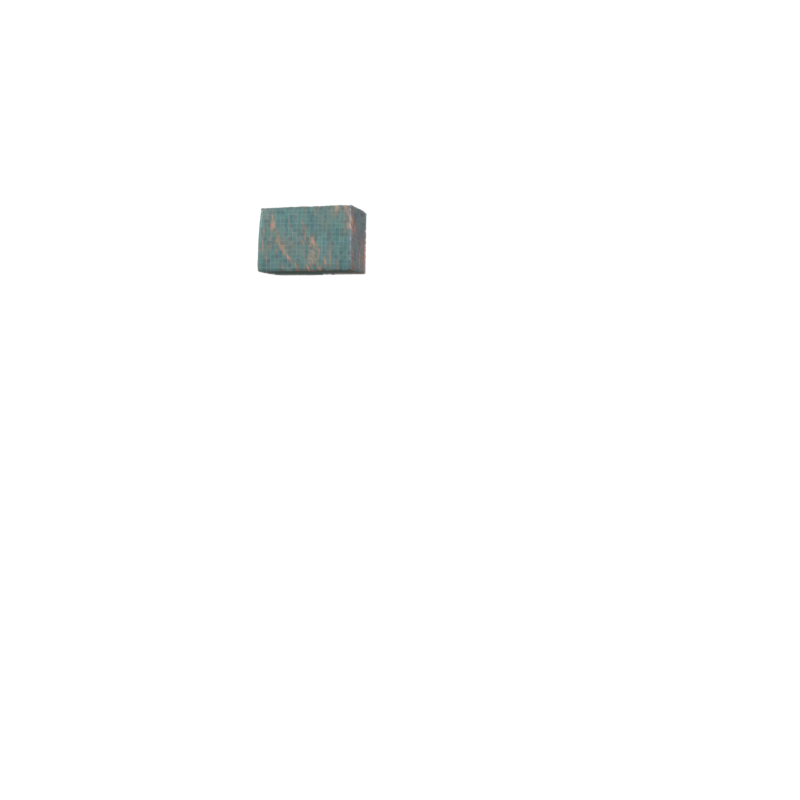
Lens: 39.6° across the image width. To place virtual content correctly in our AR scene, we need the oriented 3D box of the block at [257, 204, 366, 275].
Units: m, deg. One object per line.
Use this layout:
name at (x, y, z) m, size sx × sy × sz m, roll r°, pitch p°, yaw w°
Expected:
block at (-0.070, -0.128, 0.893) m, size 0.079 × 0.052 × 0.051 m, roll 0°, pitch -2°, yaw 15°
